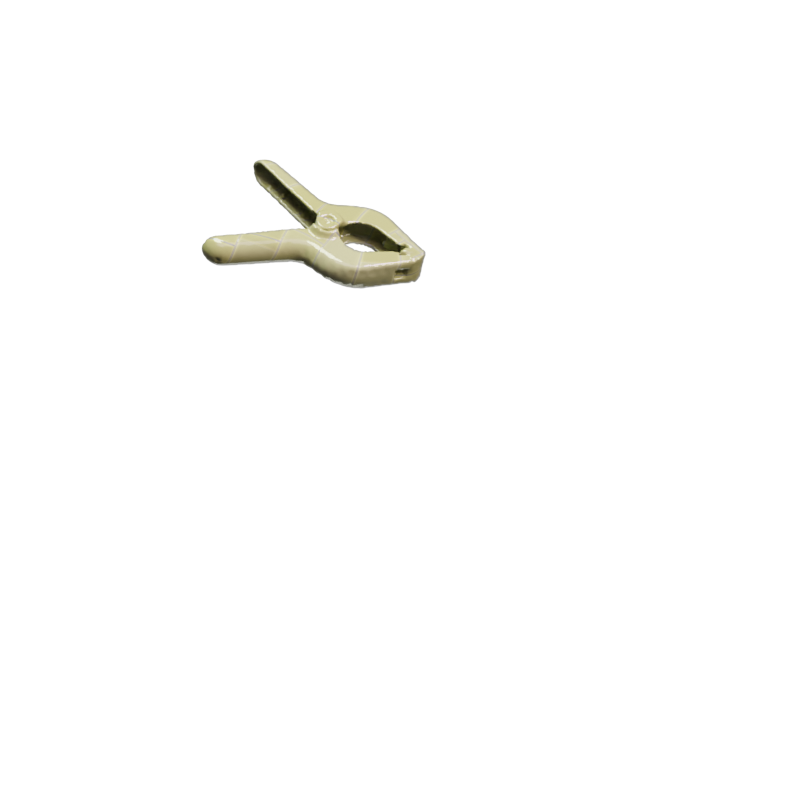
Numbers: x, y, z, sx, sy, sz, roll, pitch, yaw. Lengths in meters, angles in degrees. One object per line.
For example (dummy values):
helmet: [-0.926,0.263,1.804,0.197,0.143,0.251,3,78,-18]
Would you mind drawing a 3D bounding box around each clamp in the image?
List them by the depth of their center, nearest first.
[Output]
clamp: [-0.069,-0.126,0.884,0.178,0.124,0.037,23,-34,17]
